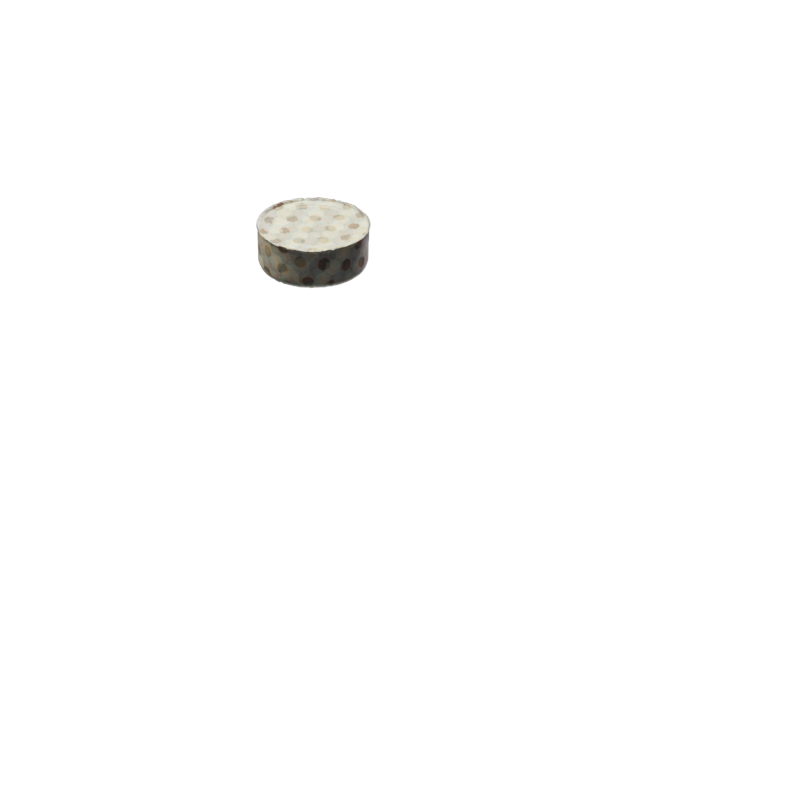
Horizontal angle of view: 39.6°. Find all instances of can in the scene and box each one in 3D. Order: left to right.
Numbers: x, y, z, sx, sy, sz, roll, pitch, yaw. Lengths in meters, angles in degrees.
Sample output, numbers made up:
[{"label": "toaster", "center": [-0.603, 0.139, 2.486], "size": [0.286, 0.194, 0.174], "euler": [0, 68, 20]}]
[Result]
[{"label": "can", "center": [-0.066, -0.120, 0.841], "size": [0.086, 0.031, 0.092], "euler": [-1, 35, -2]}]
